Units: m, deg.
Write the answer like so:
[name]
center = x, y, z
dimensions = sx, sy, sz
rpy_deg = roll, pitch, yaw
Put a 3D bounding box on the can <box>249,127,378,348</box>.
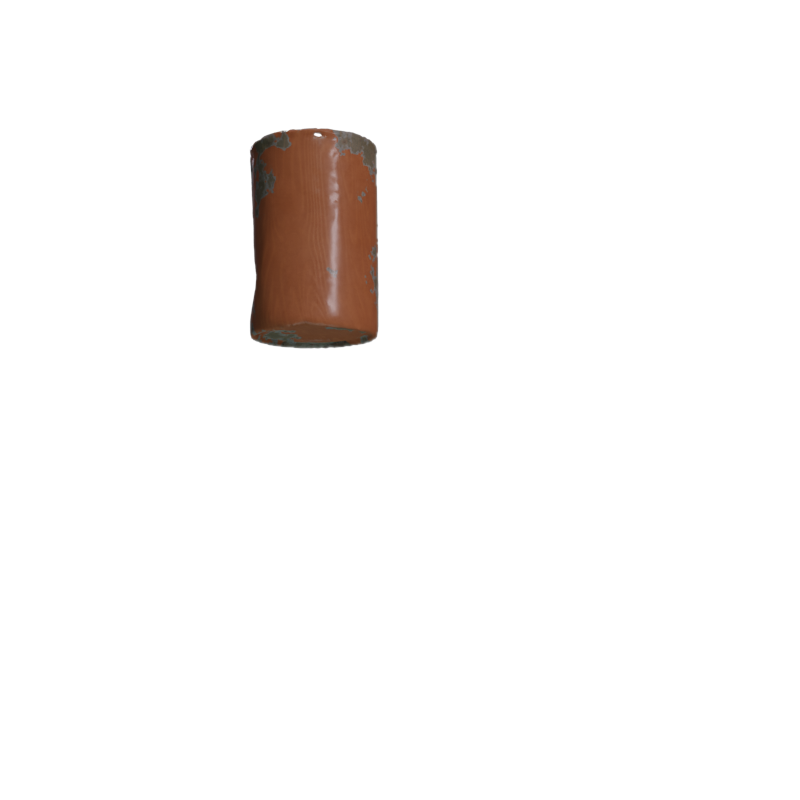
[can]
center = -0.045, -0.083, 0.579
dimensions = 0.068, 0.106, 0.066
rpy_deg = 0, -13, -2
